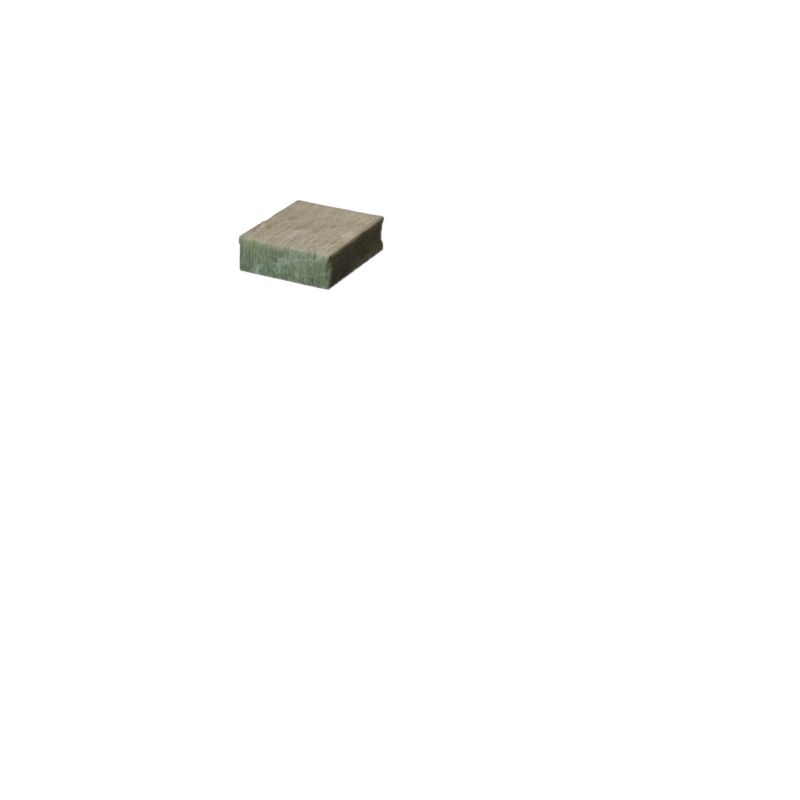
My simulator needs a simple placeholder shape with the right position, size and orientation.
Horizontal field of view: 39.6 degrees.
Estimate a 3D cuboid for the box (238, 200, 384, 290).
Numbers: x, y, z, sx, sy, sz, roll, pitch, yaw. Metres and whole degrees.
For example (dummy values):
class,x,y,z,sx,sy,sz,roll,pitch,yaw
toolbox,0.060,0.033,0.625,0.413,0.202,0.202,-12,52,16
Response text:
class,x,y,z,sx,sy,sz,roll,pitch,yaw
box,-0.062,-0.114,0.798,0.076,0.029,0.090,14,31,23
